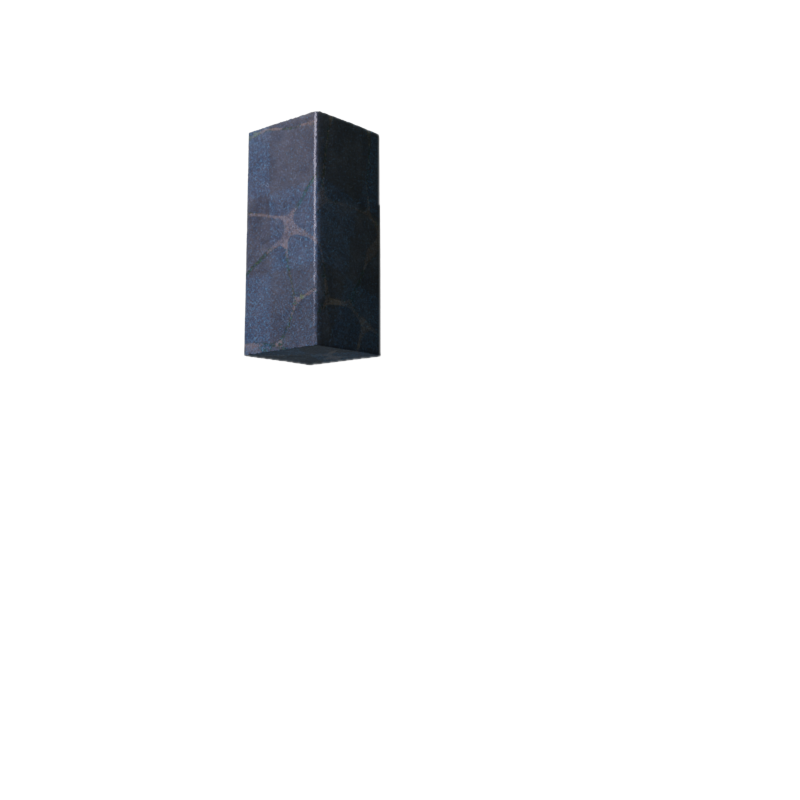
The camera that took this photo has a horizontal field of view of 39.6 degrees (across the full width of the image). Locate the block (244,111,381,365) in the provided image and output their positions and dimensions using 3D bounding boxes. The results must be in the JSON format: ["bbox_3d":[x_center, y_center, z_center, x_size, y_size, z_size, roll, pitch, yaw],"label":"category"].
[{"bbox_3d":[-0.077,-0.142,0.996,0.093,0.213,0.085,-11,-16,39],"label":"block"}]
